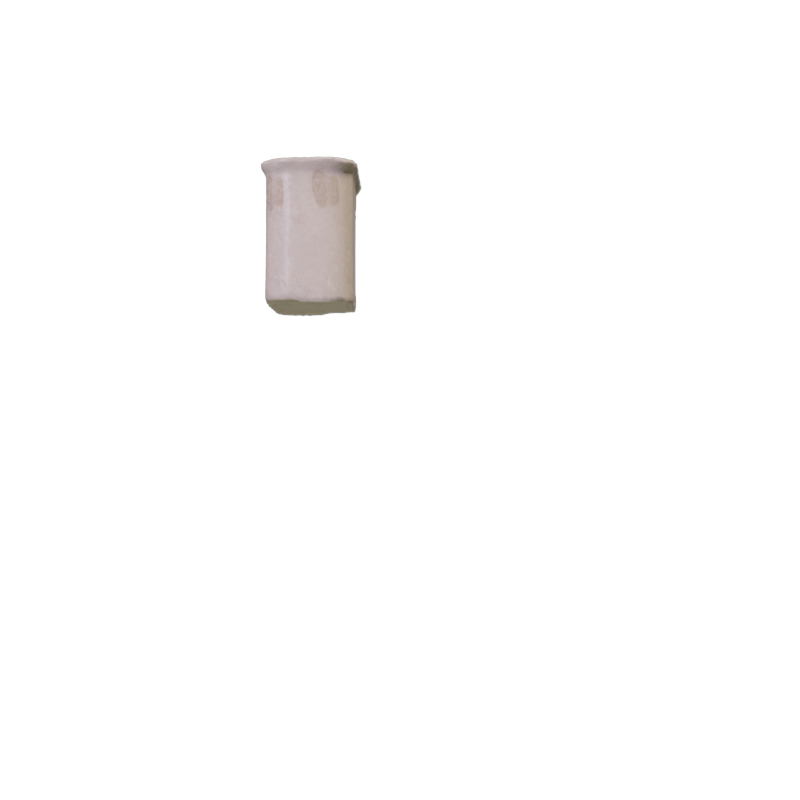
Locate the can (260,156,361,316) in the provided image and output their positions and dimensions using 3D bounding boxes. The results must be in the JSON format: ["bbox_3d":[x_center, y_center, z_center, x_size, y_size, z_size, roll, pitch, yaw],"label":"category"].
[{"bbox_3d":[-0.053,-0.097,0.680,0.058,0.085,0.100,0,-4,1],"label":"can"}]
